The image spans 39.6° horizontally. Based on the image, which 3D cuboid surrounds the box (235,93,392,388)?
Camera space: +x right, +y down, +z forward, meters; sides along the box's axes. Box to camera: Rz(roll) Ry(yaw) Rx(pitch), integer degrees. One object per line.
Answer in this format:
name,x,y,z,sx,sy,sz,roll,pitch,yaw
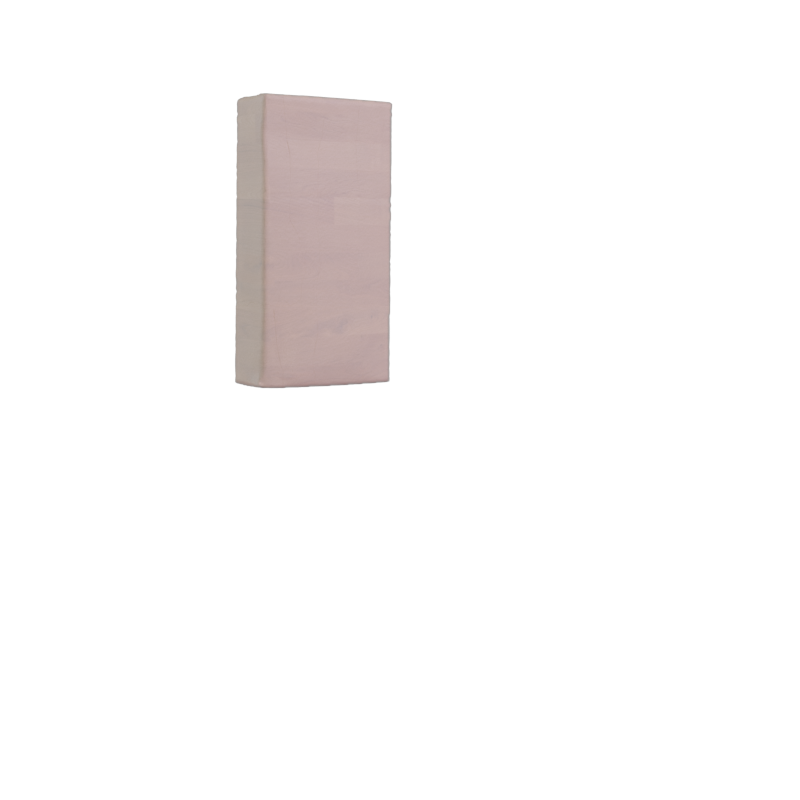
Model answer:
box,-0.054,-0.098,0.687,0.090,0.177,0.050,0,0,-31
